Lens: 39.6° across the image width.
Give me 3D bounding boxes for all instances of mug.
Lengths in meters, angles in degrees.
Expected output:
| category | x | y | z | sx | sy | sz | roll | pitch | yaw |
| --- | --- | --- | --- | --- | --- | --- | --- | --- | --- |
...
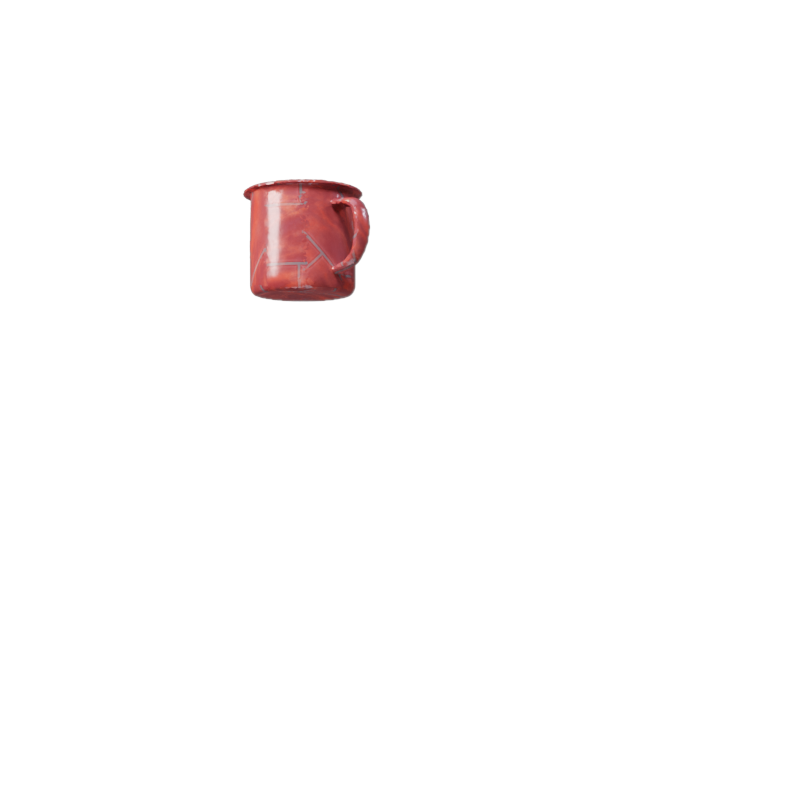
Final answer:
| category | x | y | z | sx | sy | sz | roll | pitch | yaw |
| --- | --- | --- | --- | --- | --- | --- | --- | --- | --- |
| mug | -0.067 | -0.121 | 0.851 | 0.120 | 0.083 | 0.089 | -5 | -8 | 44 |
